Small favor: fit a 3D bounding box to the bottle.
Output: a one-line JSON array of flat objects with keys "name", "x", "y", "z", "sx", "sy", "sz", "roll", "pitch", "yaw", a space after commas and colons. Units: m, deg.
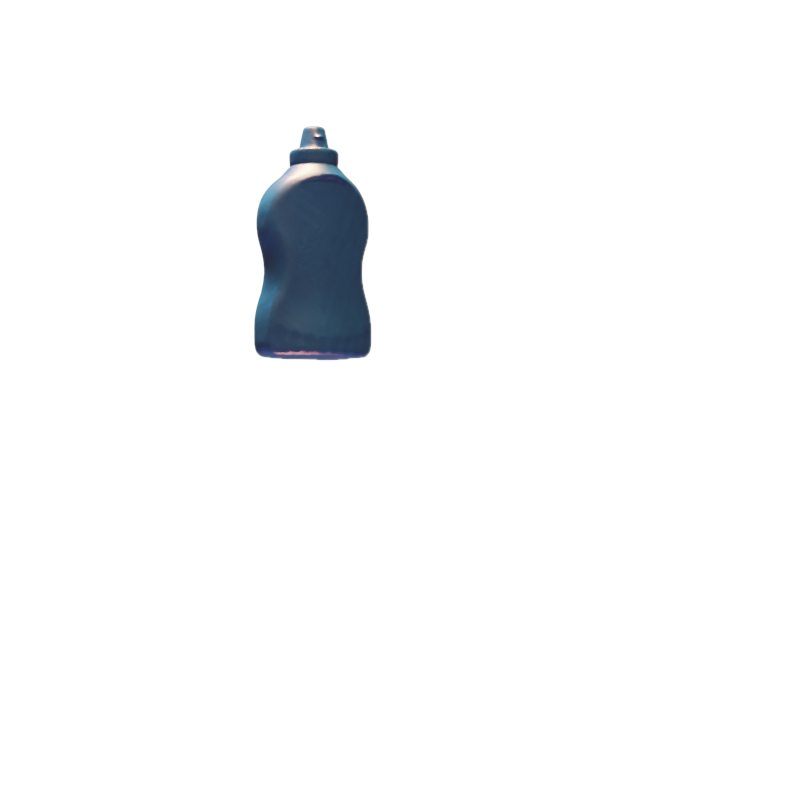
[{"name": "bottle", "x": -0.071, "y": -0.131, "z": 0.914, "sx": 0.093, "sy": 0.196, "sz": 0.059, "roll": 3, "pitch": -9, "yaw": -28}]
